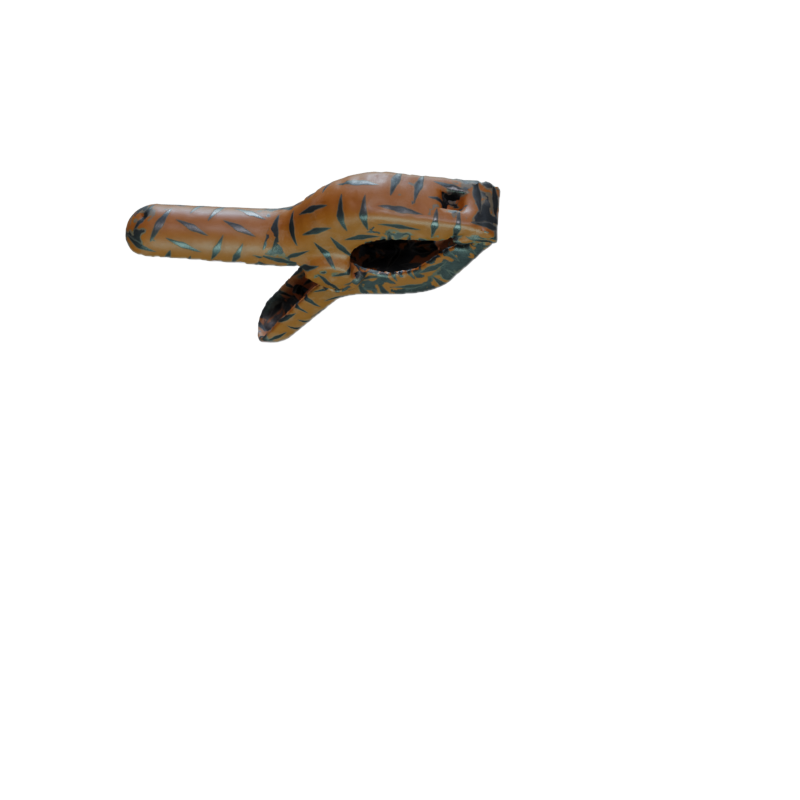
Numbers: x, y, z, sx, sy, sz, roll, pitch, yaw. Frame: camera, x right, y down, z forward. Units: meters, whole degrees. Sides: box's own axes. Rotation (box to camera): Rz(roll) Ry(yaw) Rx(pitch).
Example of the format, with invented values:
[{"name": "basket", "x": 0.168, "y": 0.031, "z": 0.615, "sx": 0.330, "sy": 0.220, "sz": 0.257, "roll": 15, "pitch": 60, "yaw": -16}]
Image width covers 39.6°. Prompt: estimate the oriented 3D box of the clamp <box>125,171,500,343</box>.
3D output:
[{"name": "clamp", "x": -0.040, "y": -0.073, "z": 0.513, "sx": 0.173, "sy": 0.041, "sz": 0.112, "roll": -17, "pitch": -27, "yaw": 37}]
